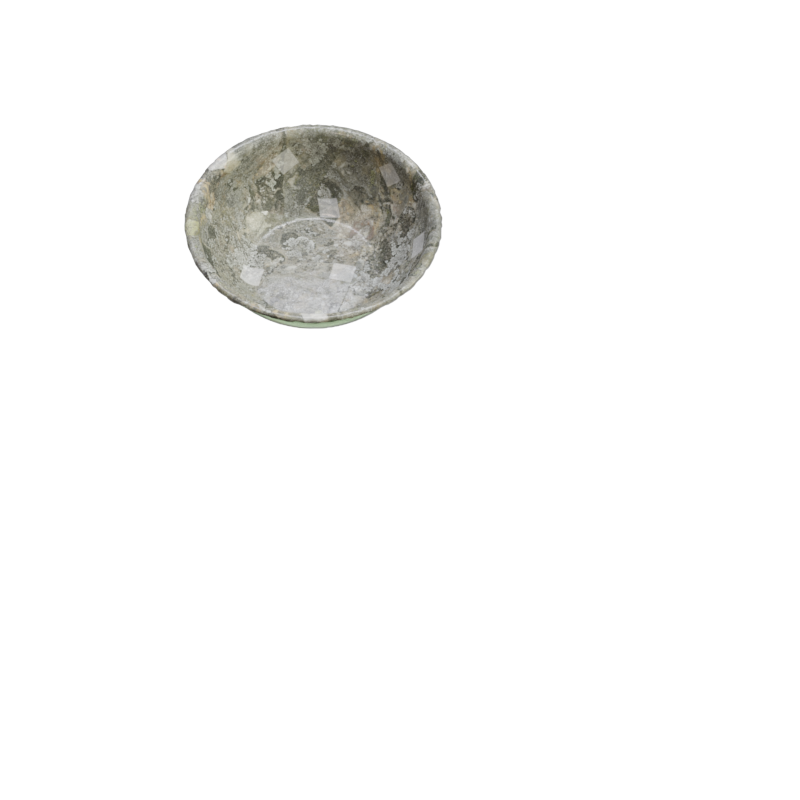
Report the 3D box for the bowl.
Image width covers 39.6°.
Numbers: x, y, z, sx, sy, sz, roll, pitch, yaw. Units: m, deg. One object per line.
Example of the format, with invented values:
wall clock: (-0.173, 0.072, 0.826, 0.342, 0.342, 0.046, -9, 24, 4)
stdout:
bowl: (-0.056, -0.102, 0.715, 0.162, 0.174, 0.051, -1, -36, -1)
